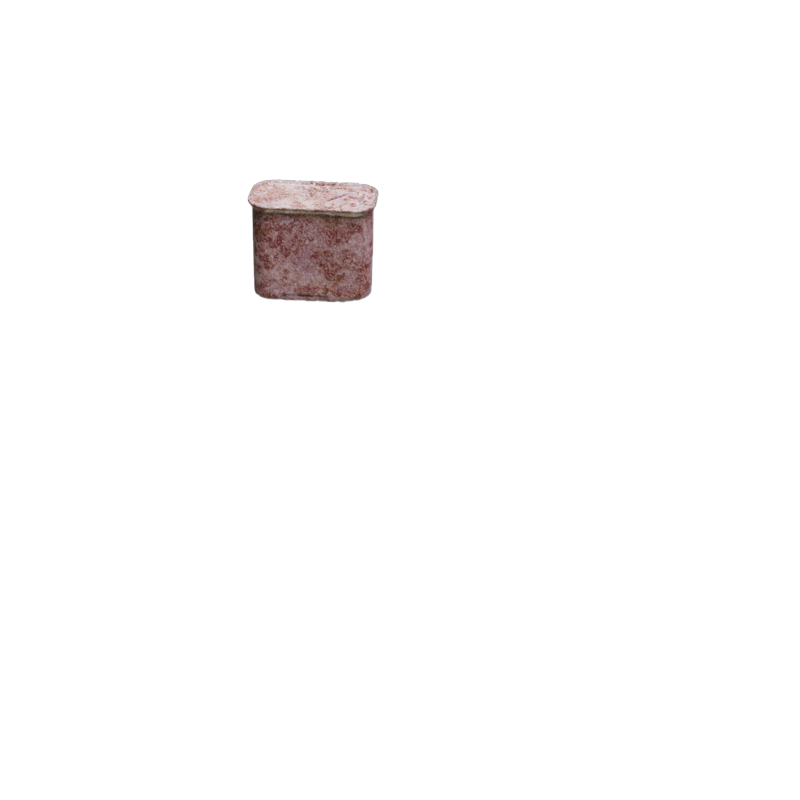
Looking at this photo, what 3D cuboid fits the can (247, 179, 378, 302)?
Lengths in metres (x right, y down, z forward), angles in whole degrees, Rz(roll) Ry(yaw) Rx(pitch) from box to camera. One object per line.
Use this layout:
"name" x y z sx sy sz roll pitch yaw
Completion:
"can" -0.070 -0.128 0.894 0.103 0.079 0.060 3 28 4
